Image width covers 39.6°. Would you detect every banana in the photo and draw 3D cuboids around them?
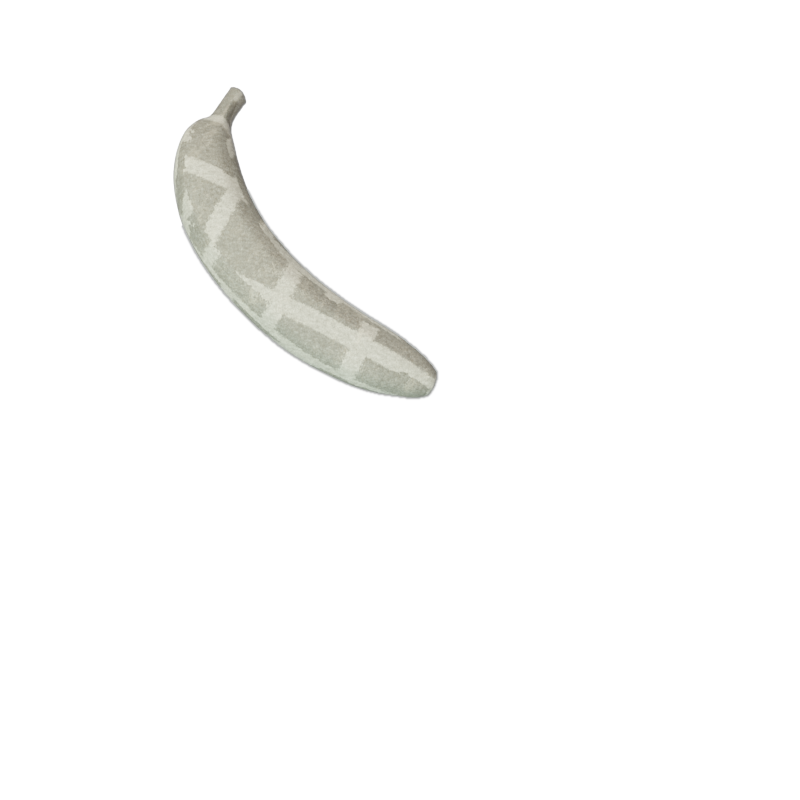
[{"bbox_3d":[-0.061,-0.073,0.555,0.070,0.207,0.035,-30,-17,-10],"label":"banana"}]
